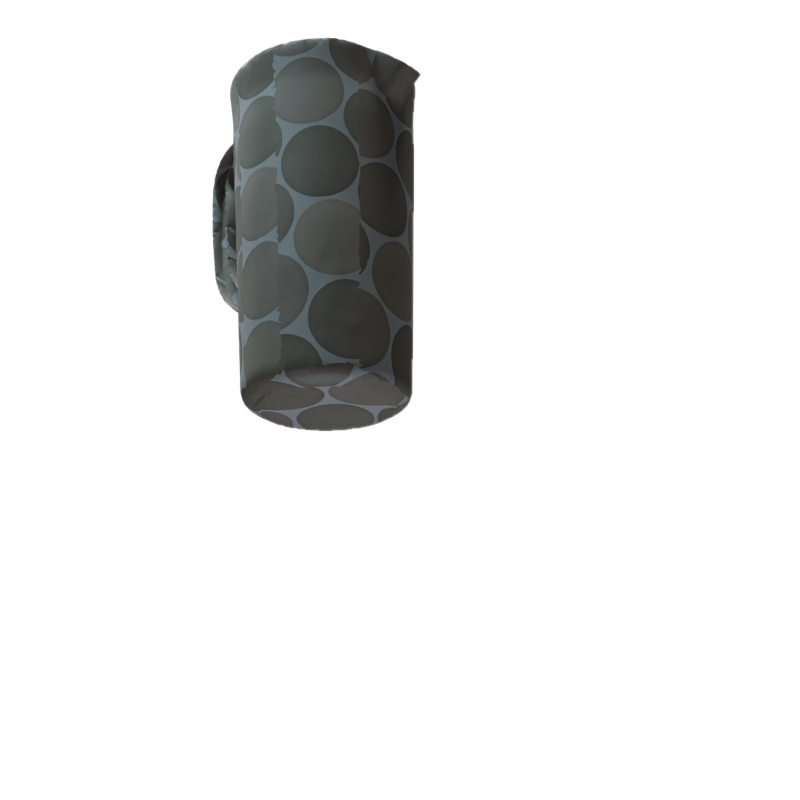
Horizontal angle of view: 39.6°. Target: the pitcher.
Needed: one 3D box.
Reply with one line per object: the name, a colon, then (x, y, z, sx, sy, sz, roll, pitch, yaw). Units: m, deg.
pitcher: (-0.059, -0.107, 0.750, 0.144, 0.257, 0.142, 1, -25, -5)
